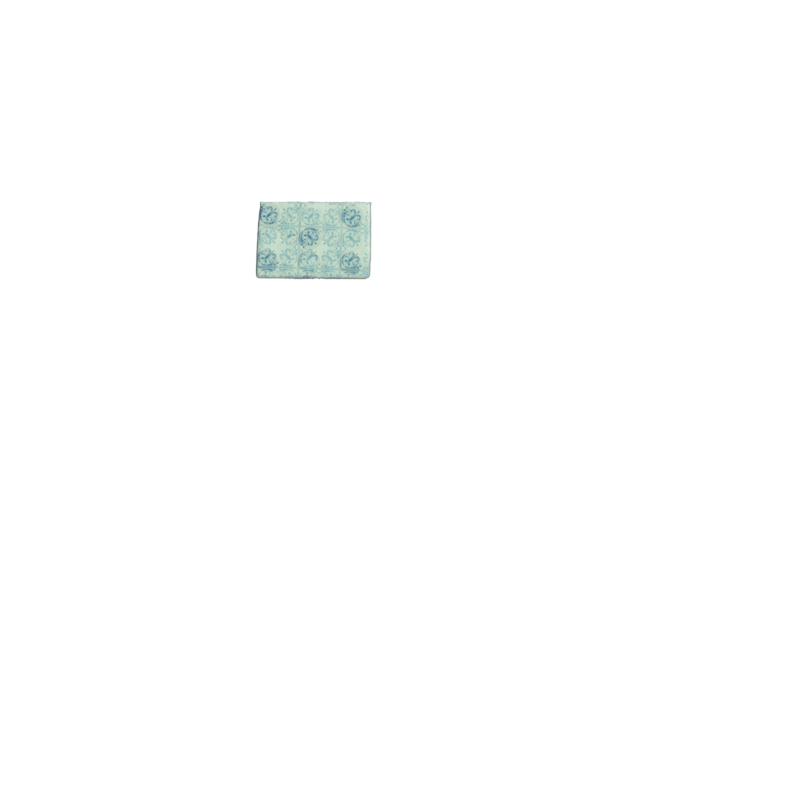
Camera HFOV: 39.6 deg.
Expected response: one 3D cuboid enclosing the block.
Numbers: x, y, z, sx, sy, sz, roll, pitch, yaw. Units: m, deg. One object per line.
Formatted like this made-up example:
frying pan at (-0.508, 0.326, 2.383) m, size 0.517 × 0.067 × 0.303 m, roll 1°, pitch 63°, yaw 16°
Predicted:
block at (-0.060, -0.109, 0.767) m, size 0.078 × 0.051 × 0.053 m, roll 0°, pitch 1°, yaw -3°
